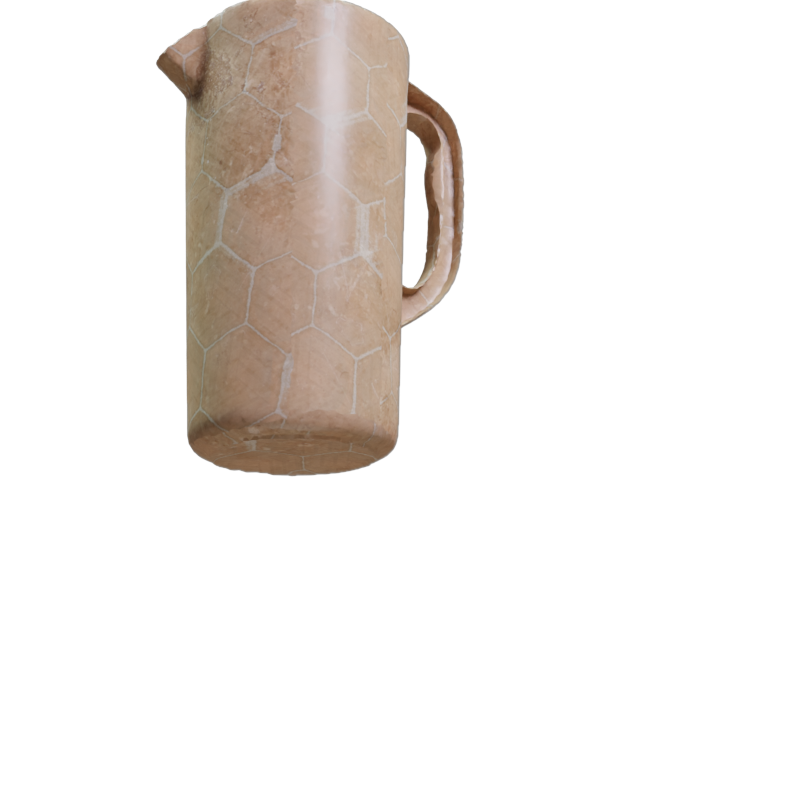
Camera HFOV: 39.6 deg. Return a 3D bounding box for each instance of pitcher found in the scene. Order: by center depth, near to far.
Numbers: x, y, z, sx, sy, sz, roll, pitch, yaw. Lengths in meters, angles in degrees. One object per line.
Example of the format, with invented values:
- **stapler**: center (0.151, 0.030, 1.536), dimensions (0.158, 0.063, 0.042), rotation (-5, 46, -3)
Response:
- **pitcher**: center (-0.048, -0.087, 0.613), dimensions (0.151, 0.255, 0.136), rotation (-8, -22, 16)
